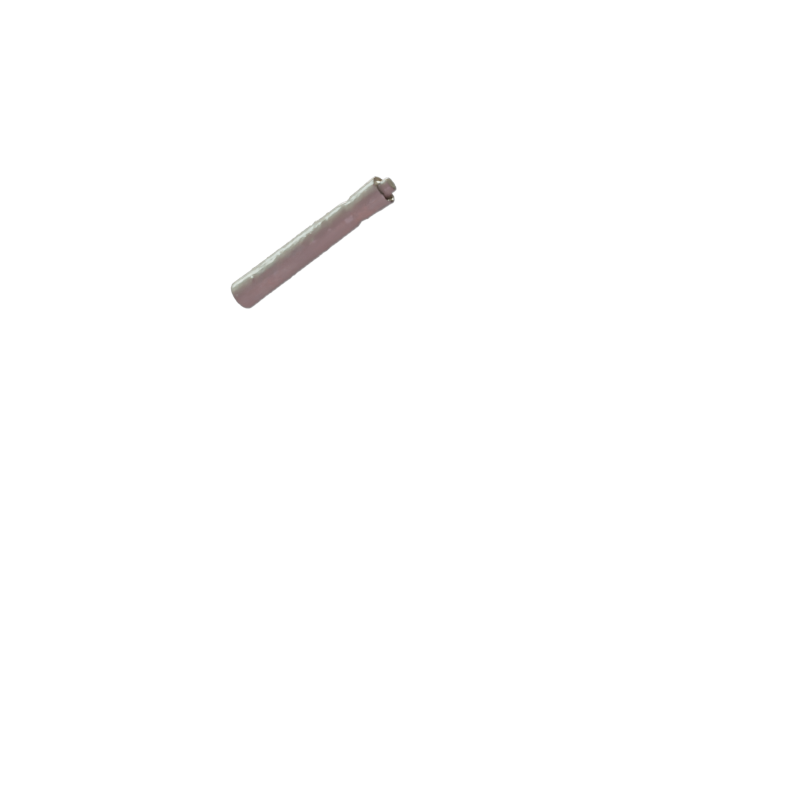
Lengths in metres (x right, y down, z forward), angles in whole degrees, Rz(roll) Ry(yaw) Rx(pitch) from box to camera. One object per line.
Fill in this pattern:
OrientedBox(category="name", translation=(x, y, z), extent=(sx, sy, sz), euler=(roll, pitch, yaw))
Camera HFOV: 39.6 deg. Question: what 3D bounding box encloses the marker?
OrientedBox(category="marker", translation=(-0.051, -0.093, 0.650), extent=(0.120, 0.020, 0.019), euler=(-33, -11, 24))
